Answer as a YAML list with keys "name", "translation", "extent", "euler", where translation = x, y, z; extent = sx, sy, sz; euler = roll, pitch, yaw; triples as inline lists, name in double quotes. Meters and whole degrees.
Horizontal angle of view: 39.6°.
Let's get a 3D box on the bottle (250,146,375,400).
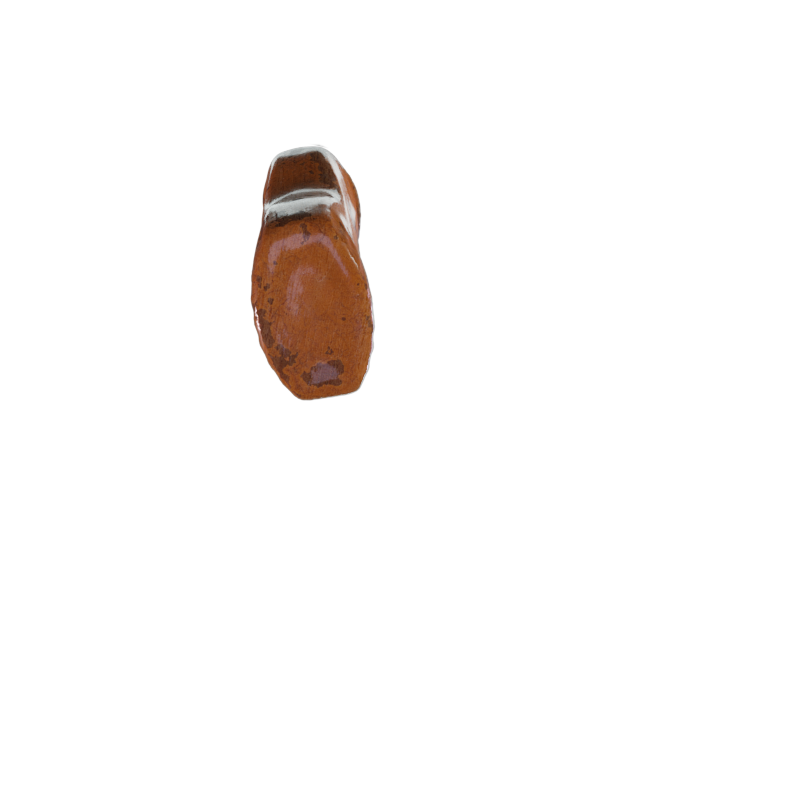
- name: "bottle"
  translation: [-0.048, -0.087, 0.611]
  extent: [0.058, 0.090, 0.203]
  euler: [-11, 28, 2]
